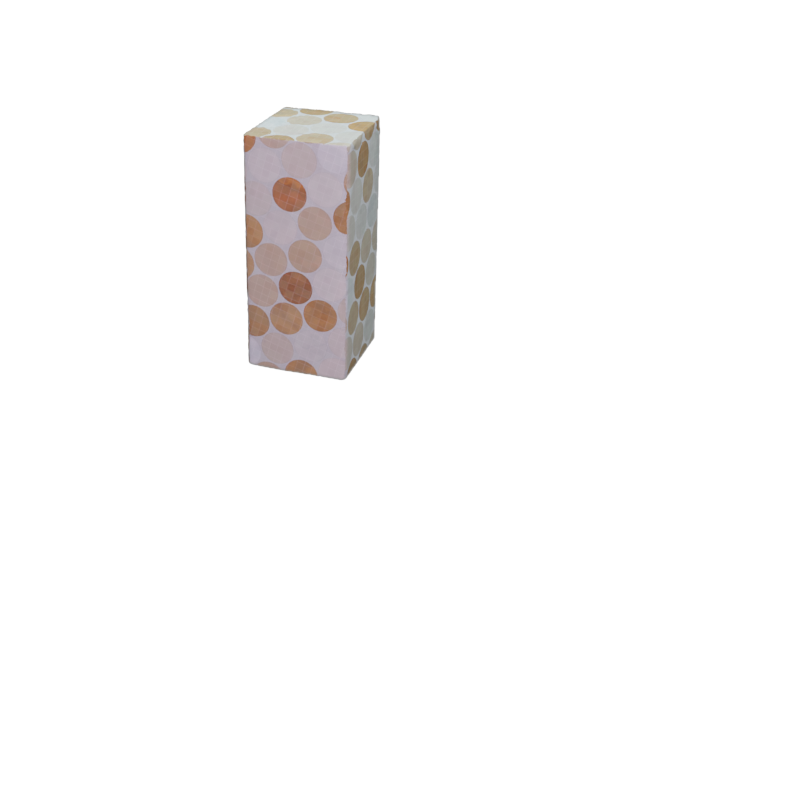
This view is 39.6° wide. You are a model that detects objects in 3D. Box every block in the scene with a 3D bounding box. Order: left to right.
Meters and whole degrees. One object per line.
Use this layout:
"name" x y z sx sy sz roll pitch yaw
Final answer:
"block" -0.073 -0.134 0.938 0.093 0.196 0.093 9 25 16
